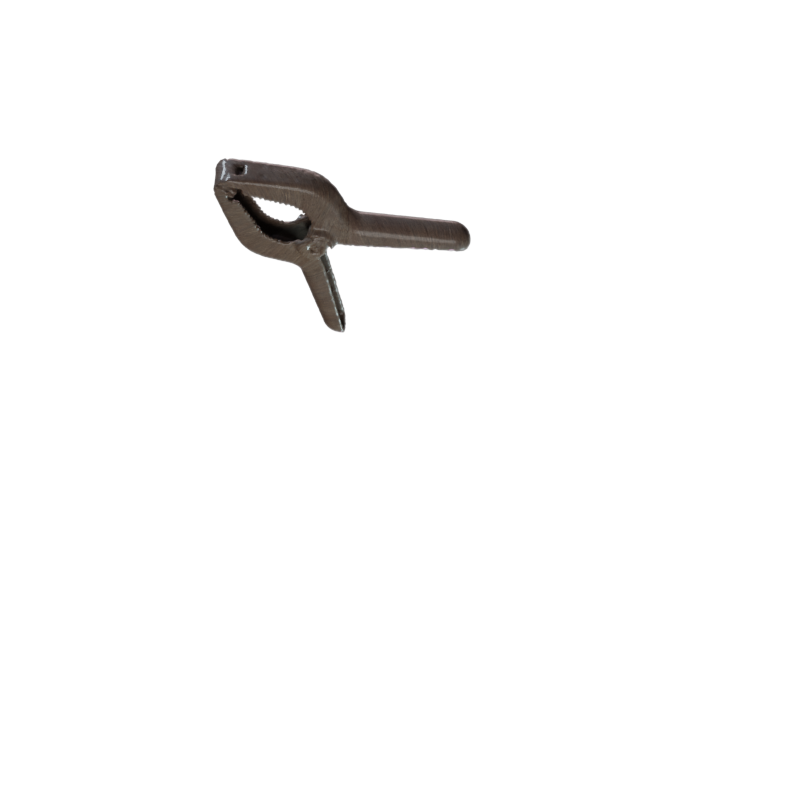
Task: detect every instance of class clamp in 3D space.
[{"bbox_3d":[-0.071,-0.130,0.911,0.200,0.039,0.161,24,-44,-27],"label":"clamp"}]
